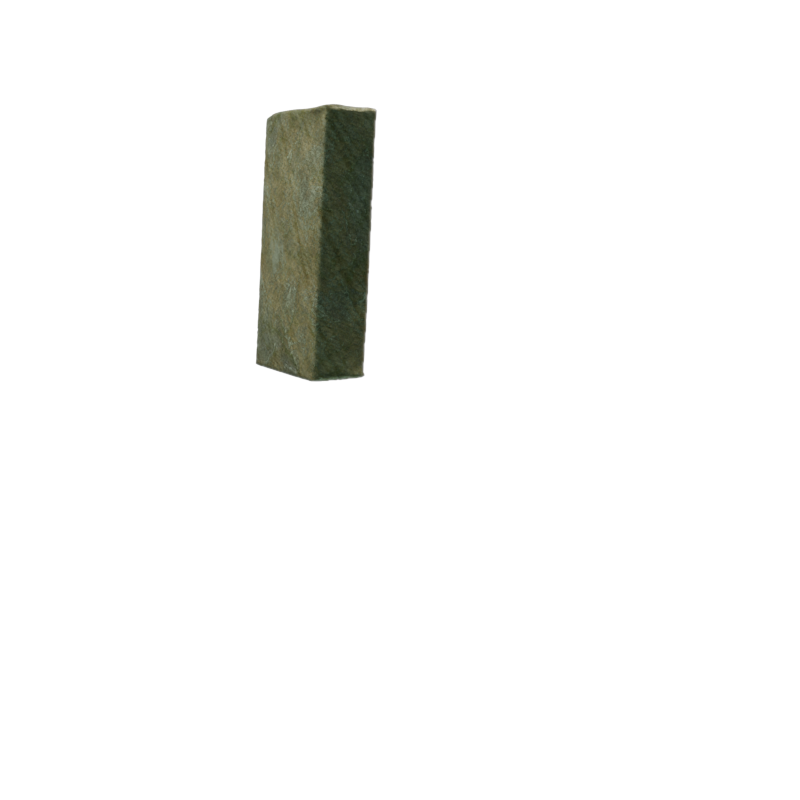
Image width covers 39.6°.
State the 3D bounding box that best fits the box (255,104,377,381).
[{"bbox_3d":[-0.058,-0.106,0.743,0.046,0.176,0.097,-1,3,-30],"label":"box"}]
